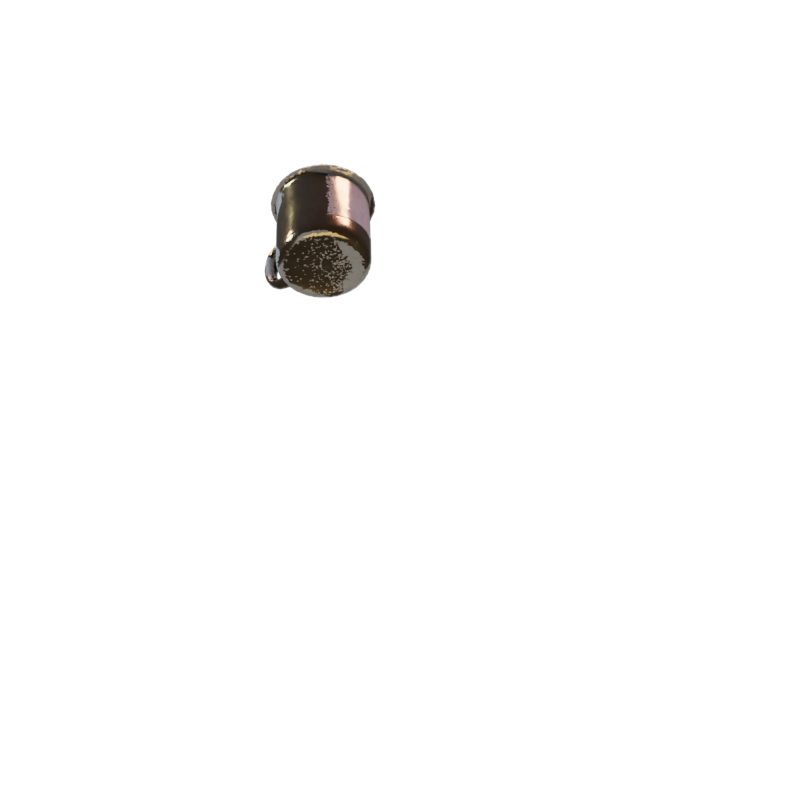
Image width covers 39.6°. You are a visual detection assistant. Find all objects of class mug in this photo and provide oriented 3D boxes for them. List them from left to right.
[{"bbox_3d":[-0.076,-0.138,0.968,0.116,0.087,0.087,-32,-52,27],"label":"mug"}]
